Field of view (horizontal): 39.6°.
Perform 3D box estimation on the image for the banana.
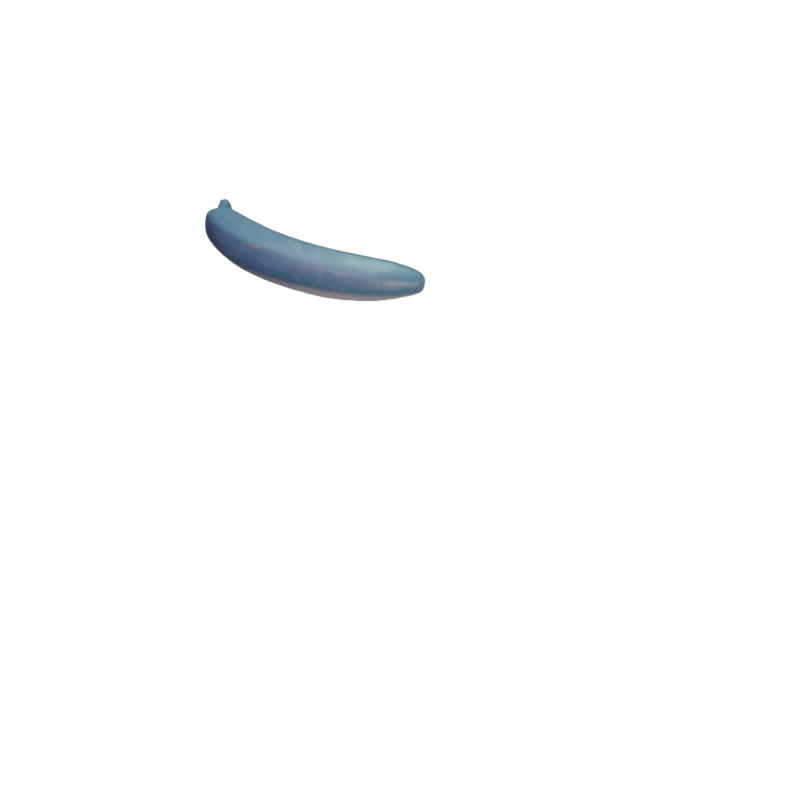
[{"bbox_3d":[-0.080,-0.112,0.841,0.208,0.034,0.071,25,47,26],"label":"banana"}]
